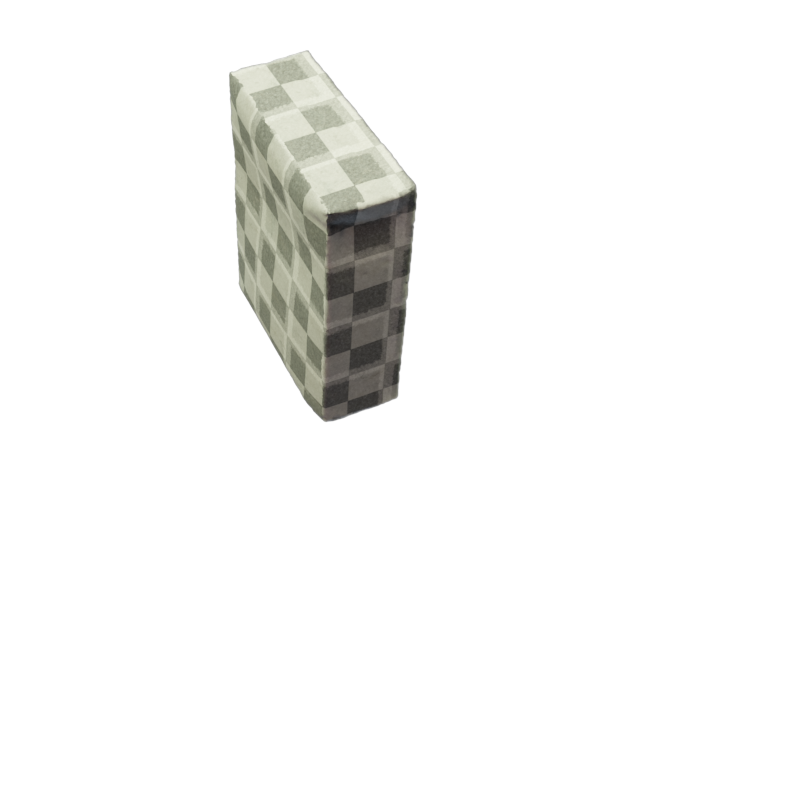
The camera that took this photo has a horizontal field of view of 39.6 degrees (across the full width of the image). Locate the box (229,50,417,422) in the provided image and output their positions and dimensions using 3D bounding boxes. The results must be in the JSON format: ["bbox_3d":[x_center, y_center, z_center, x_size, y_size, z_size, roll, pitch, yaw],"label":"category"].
[{"bbox_3d":[-0.062,-0.113,0.795,0.071,0.177,0.199,-19,-38,-19],"label":"box"}]
